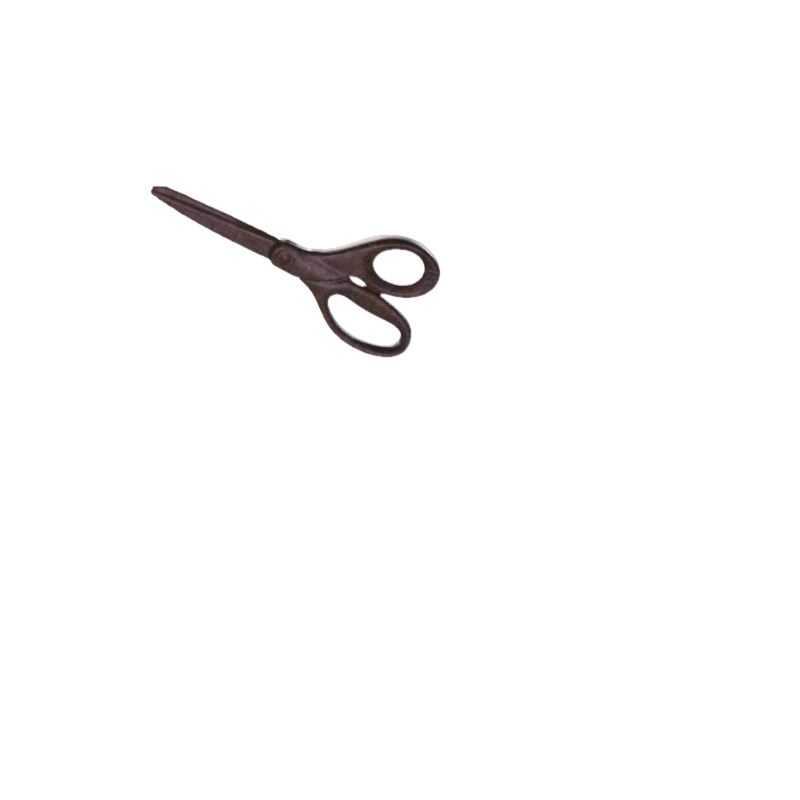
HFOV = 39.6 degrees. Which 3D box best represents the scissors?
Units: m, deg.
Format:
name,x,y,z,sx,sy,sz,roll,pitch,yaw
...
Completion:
name,x,y,z,sx,sy,sz,roll,pitch,yaw
scissors,-0.057,-0.104,0.729,0.193,0.095,0.017,41,19,-18
